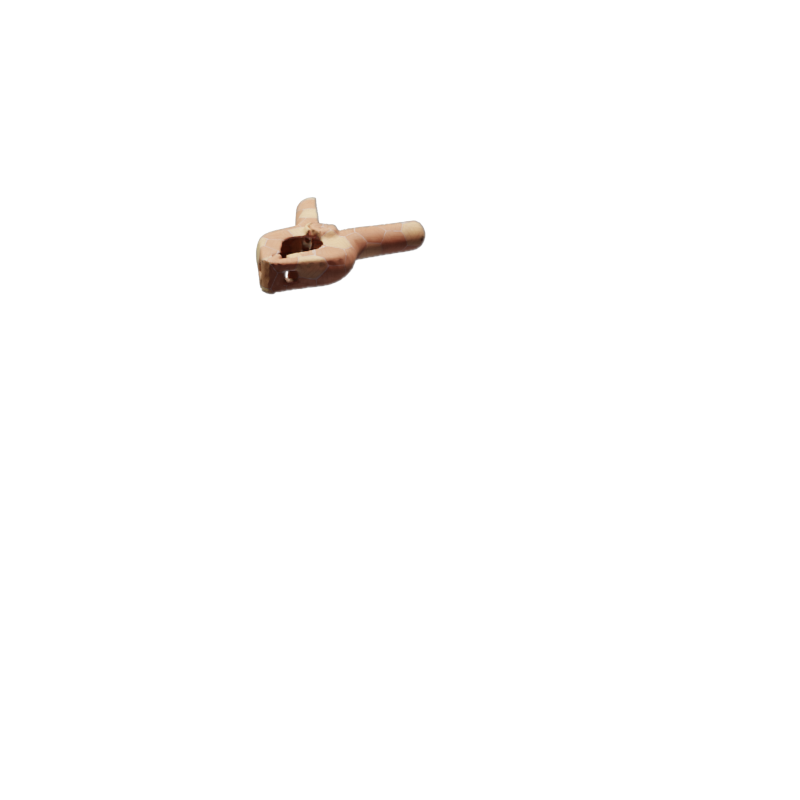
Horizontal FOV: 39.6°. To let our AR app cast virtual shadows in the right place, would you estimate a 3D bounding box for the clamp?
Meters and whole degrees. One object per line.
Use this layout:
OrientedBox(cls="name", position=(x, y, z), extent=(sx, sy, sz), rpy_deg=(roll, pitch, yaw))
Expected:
OrientedBox(cls="clamp", position=(-0.071, -0.130, 0.910), extent=(0.126, 0.038, 0.170), rpy_deg=(15, 27, 33))
